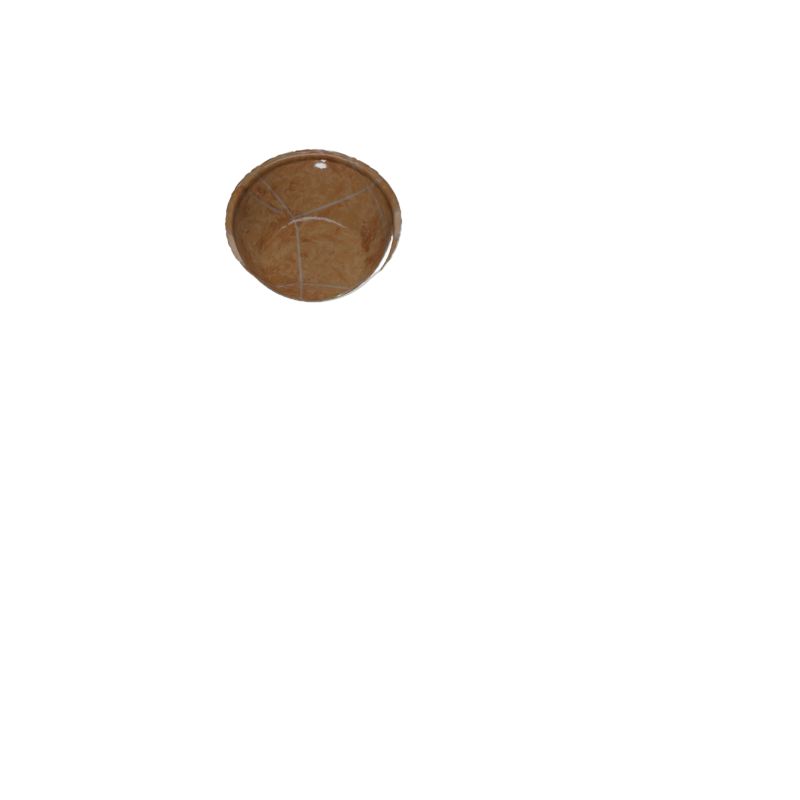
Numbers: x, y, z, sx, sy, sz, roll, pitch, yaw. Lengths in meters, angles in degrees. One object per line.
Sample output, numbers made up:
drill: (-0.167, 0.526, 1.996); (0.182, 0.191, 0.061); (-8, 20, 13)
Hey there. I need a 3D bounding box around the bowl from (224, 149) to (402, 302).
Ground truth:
bowl: (-0.077, -0.141, 0.988); (0.162, 0.151, 0.059); (1, 39, -1)
